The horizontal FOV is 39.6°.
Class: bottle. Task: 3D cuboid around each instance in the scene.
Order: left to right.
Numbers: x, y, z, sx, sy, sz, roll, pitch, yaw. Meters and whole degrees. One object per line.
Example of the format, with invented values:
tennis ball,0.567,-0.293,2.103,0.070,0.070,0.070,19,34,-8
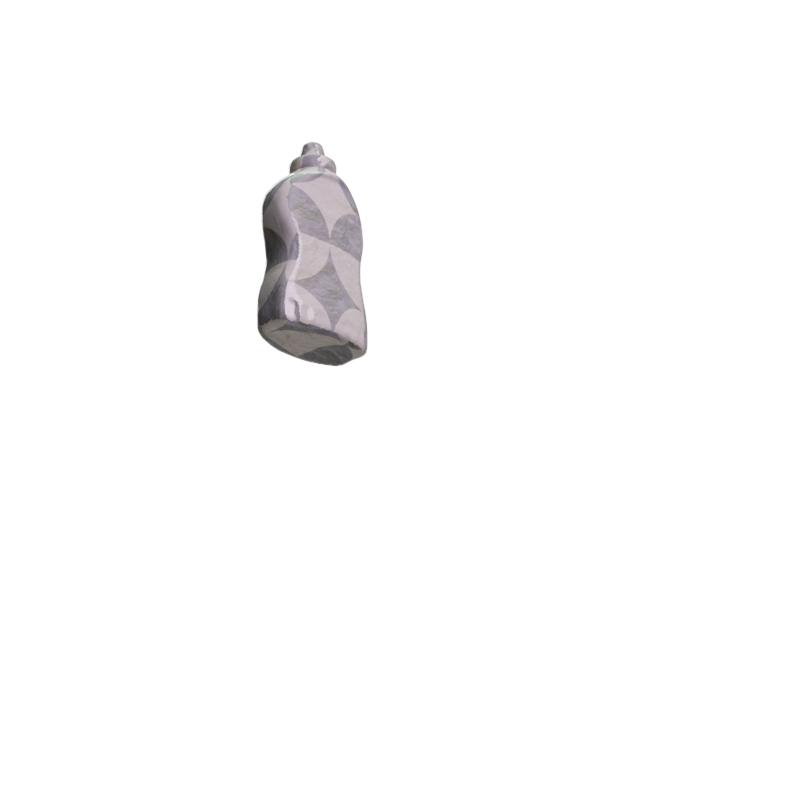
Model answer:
bottle,-0.072,-0.130,0.914,0.090,0.204,0.058,22,-37,-38
